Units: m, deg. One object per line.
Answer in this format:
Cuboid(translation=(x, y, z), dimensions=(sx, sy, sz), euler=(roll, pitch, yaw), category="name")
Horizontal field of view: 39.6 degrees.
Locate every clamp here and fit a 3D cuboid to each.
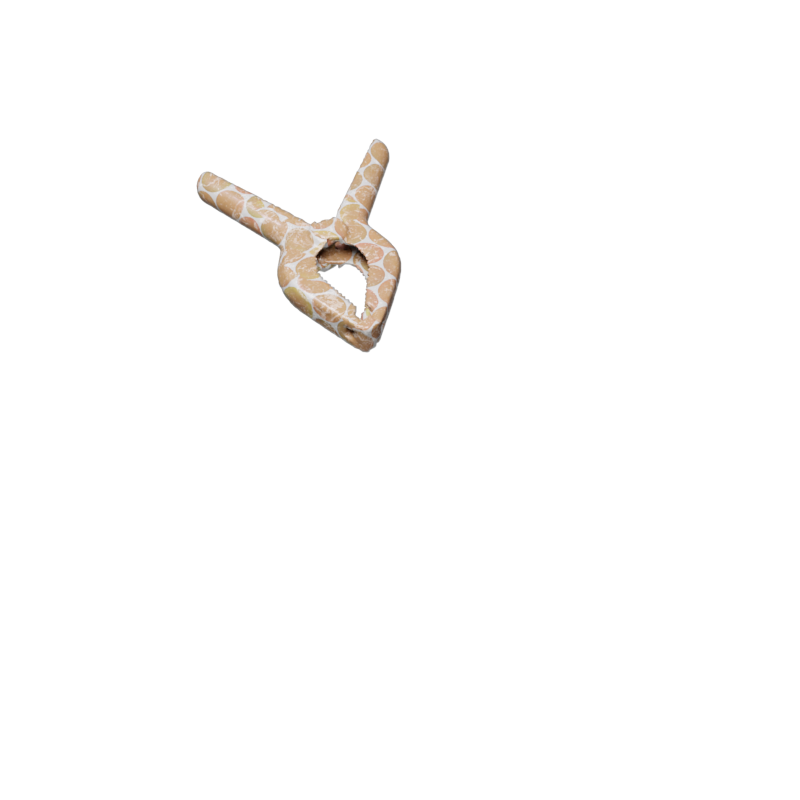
Cuboid(translation=(-0.068, -0.123, 0.864), dimensions=(0.163, 0.227, 0.034), euler=(-9, -40, -8), category="clamp")
